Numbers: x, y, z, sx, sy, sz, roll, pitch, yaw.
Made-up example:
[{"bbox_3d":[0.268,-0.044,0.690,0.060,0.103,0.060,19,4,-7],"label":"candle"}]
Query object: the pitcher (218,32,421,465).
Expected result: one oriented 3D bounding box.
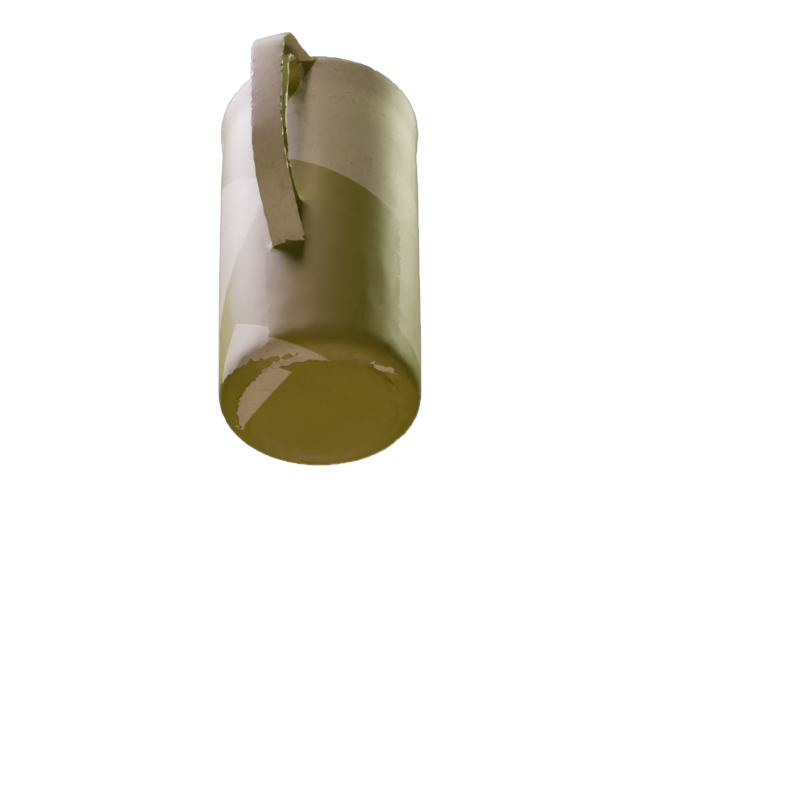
[{"bbox_3d":[-0.052,-0.094,0.661,0.143,0.261,0.141,21,-48,-23],"label":"pitcher"}]
